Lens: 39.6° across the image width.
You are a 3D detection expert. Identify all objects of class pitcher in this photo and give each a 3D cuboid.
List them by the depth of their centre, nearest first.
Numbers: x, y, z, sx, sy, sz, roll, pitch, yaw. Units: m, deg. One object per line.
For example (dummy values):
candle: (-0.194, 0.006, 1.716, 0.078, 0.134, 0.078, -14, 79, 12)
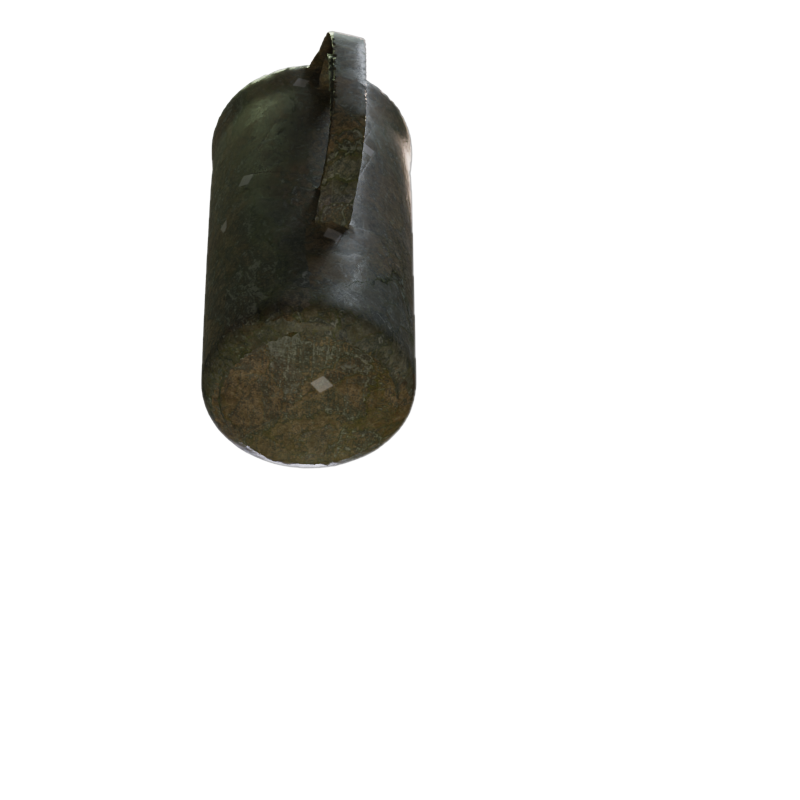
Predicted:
pitcher: (-0.050, -0.091, 0.637, 0.145, 0.139, 0.260, -25, 37, 17)
